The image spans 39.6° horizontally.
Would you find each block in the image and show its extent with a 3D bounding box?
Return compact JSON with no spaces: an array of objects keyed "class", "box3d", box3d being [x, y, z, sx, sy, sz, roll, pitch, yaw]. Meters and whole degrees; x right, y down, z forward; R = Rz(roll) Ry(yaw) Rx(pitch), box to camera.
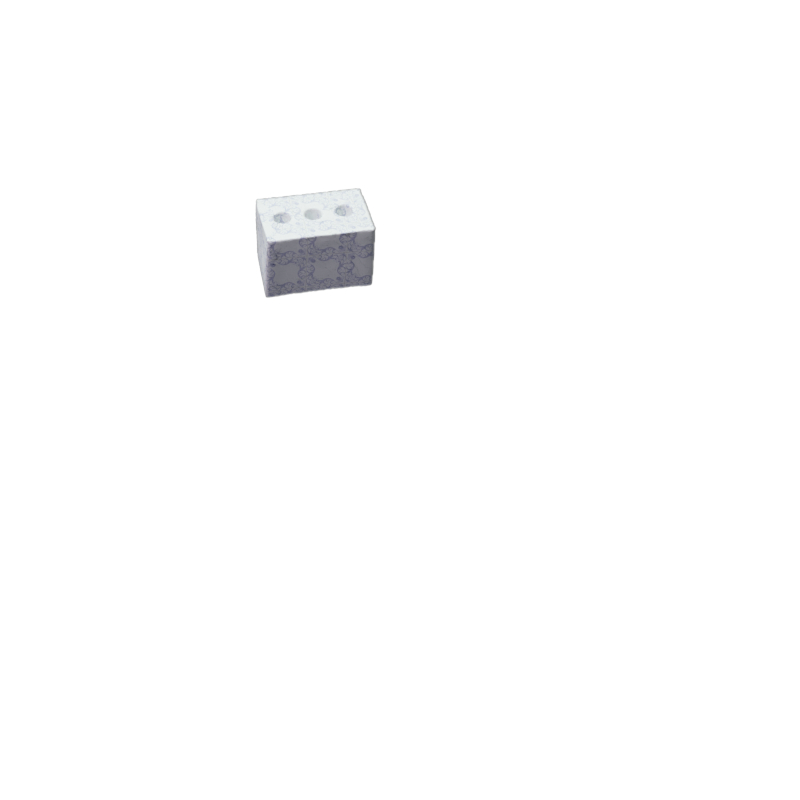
[{"class":"block","box3d":[-0.061,-0.112,0.785,0.077,0.048,0.057,-8,44,-10]}]
